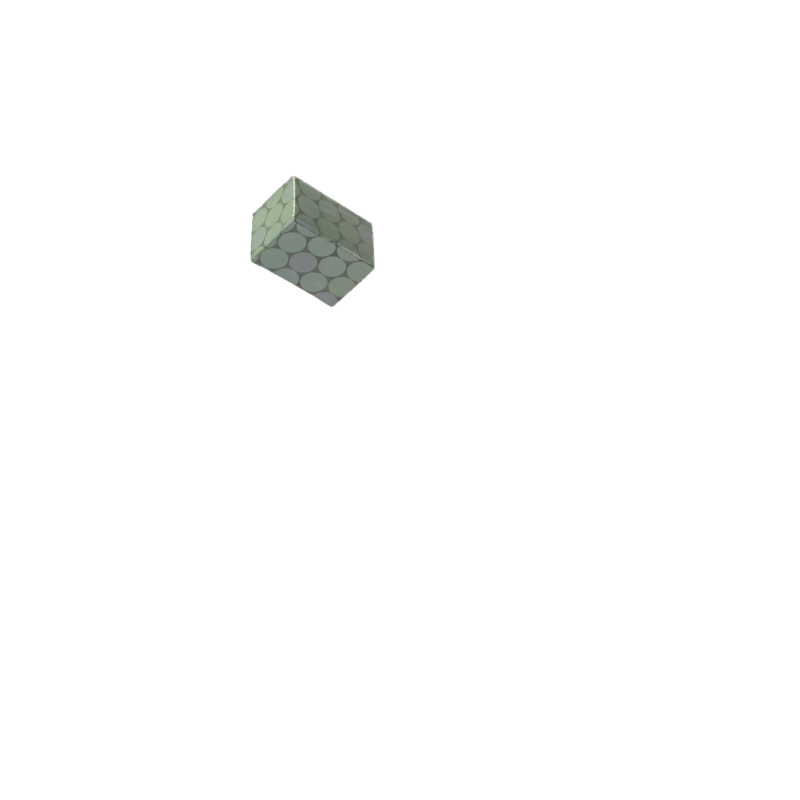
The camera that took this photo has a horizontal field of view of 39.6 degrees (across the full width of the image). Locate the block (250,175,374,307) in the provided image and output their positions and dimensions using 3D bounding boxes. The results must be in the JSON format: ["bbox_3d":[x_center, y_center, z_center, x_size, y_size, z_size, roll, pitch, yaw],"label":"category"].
[{"bbox_3d":[-0.064,-0.116,0.815,0.074,0.055,0.052,30,-52,-29],"label":"block"}]
